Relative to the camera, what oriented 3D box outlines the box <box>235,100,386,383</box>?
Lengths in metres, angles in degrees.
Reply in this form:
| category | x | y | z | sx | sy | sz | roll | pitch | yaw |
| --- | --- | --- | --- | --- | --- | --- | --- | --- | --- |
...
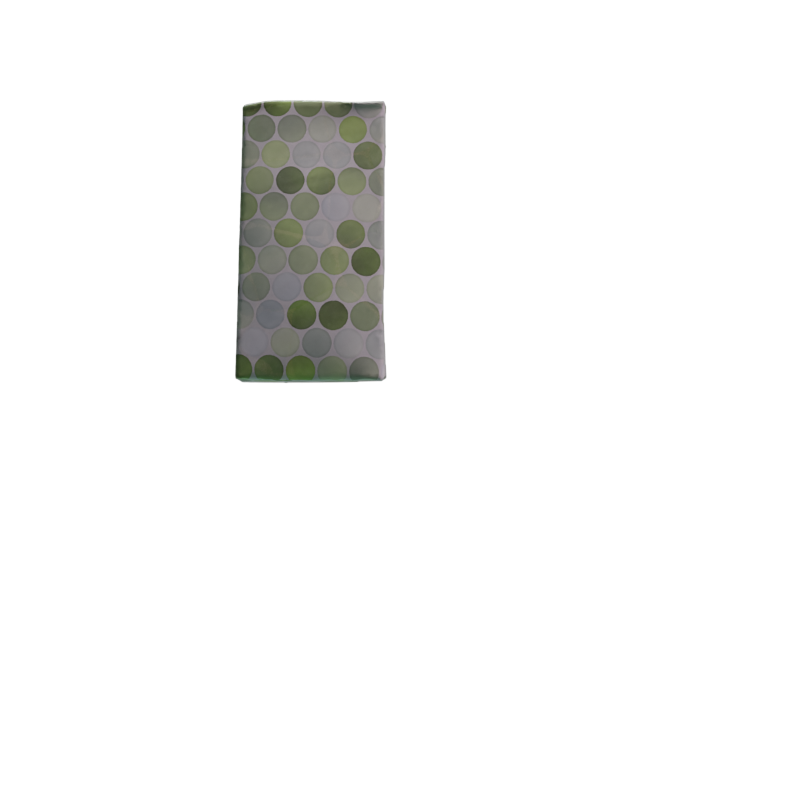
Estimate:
| category | x | y | z | sx | sy | sz | roll | pitch | yaw |
| --- | --- | --- | --- | --- | --- | --- | --- | --- | --- |
| box | -0.055 | -0.100 | 0.699 | 0.094 | 0.180 | 0.047 | -1 | -7 | 2 |
